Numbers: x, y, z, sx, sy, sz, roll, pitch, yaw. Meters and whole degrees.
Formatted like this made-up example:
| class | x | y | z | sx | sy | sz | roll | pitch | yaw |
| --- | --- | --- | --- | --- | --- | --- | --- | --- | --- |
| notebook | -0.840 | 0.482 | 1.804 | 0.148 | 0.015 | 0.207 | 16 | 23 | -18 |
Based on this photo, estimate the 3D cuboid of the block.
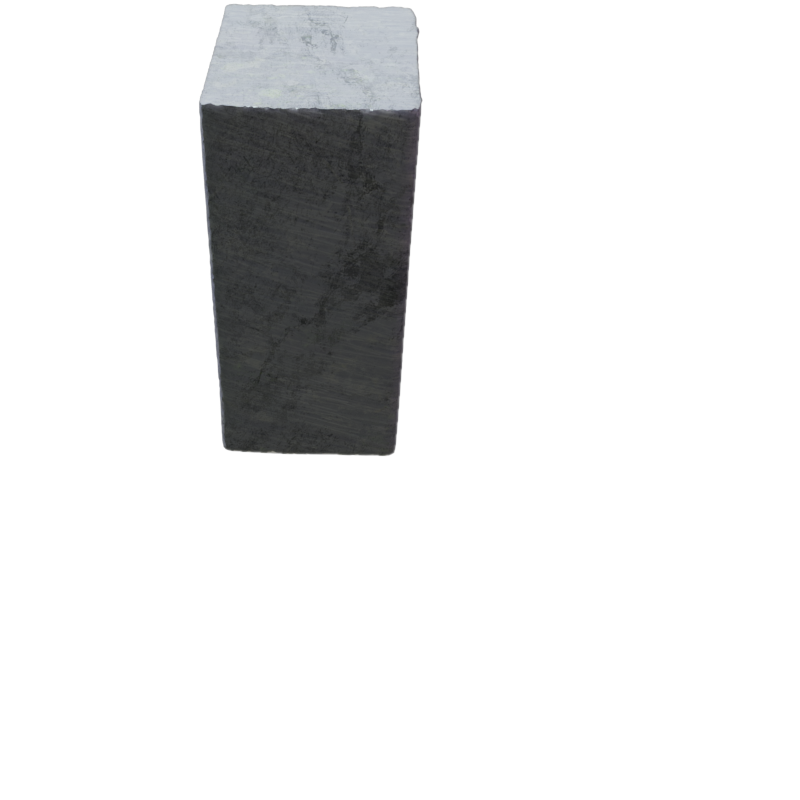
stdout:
| class | x | y | z | sx | sy | sz | roll | pitch | yaw |
| --- | --- | --- | --- | --- | --- | --- | --- | --- | --- |
| block | -0.041 | -0.076 | 0.534 | 0.090 | 0.192 | 0.097 | 3 | 41 | -1 |
